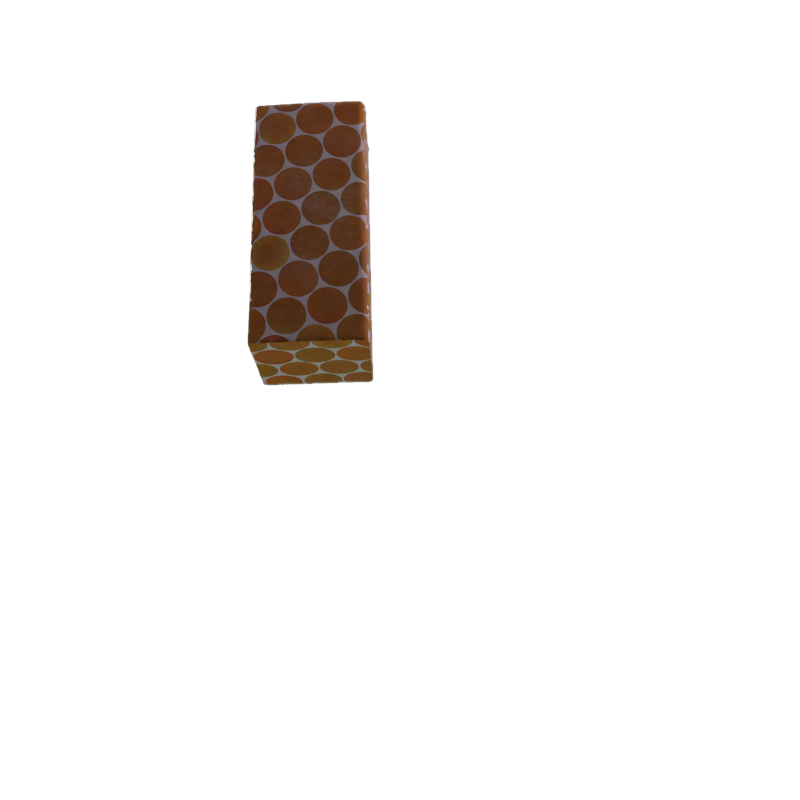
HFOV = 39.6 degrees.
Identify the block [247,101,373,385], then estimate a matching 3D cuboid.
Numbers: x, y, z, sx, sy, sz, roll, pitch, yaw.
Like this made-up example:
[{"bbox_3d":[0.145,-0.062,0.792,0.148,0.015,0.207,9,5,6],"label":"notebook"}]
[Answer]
[{"bbox_3d":[-0.068,-0.126,0.881,0.090,0.218,0.085,-3,-25,2],"label":"block"}]
